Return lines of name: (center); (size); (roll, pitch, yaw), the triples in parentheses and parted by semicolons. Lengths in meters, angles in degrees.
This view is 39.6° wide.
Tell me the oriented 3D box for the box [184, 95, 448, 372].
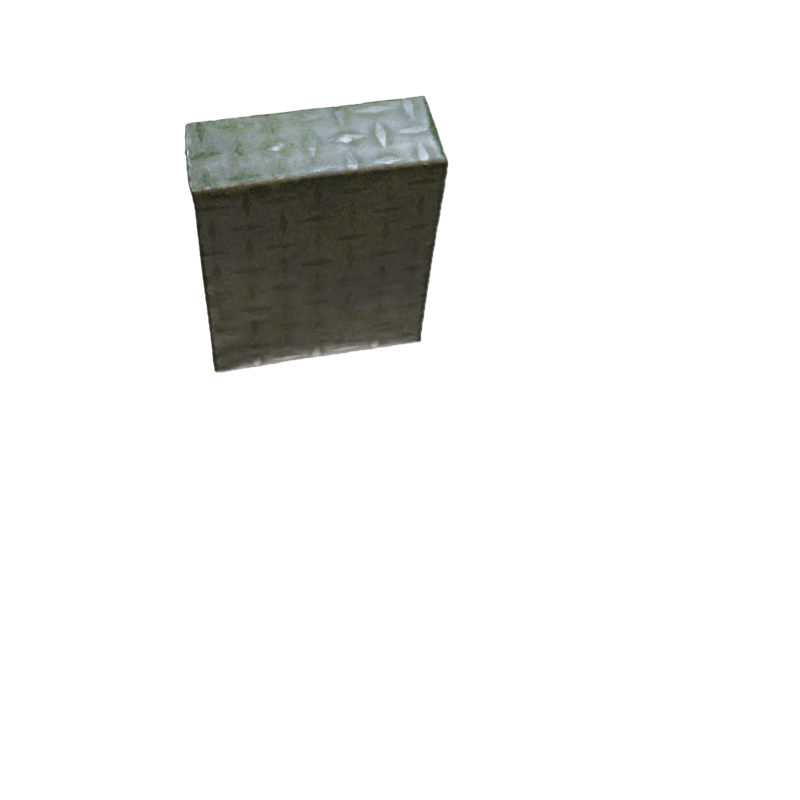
box: (-0.062, -0.112, 0.787); (0.163, 0.077, 0.200); (-8, -32, -8)
